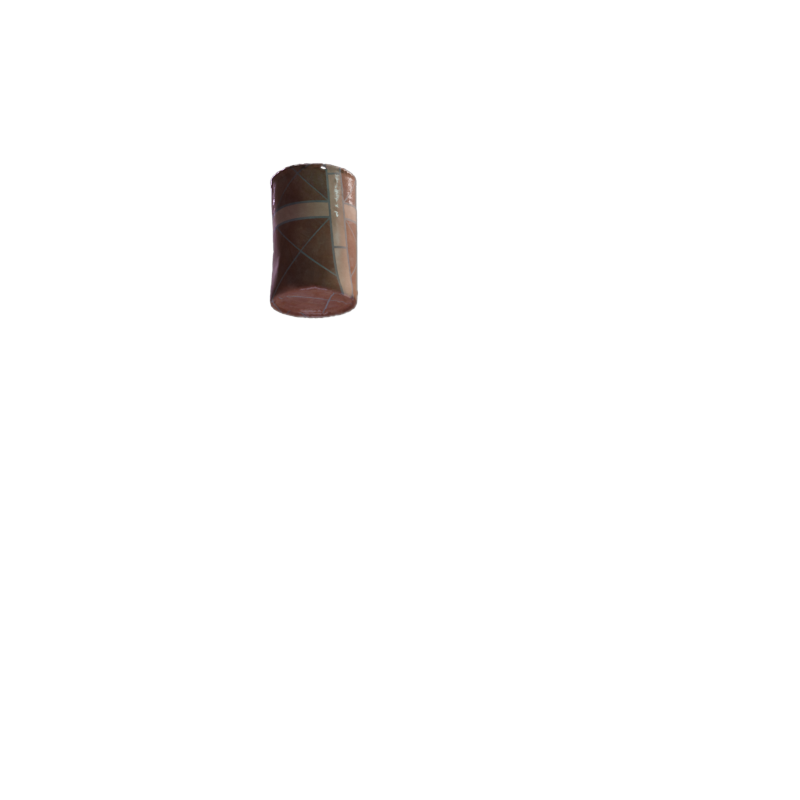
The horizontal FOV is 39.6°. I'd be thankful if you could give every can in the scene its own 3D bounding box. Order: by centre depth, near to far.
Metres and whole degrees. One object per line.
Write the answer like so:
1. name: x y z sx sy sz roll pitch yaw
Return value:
1. can: -0.066 -0.121 0.846 0.068 0.107 0.065 0 -20 -2
